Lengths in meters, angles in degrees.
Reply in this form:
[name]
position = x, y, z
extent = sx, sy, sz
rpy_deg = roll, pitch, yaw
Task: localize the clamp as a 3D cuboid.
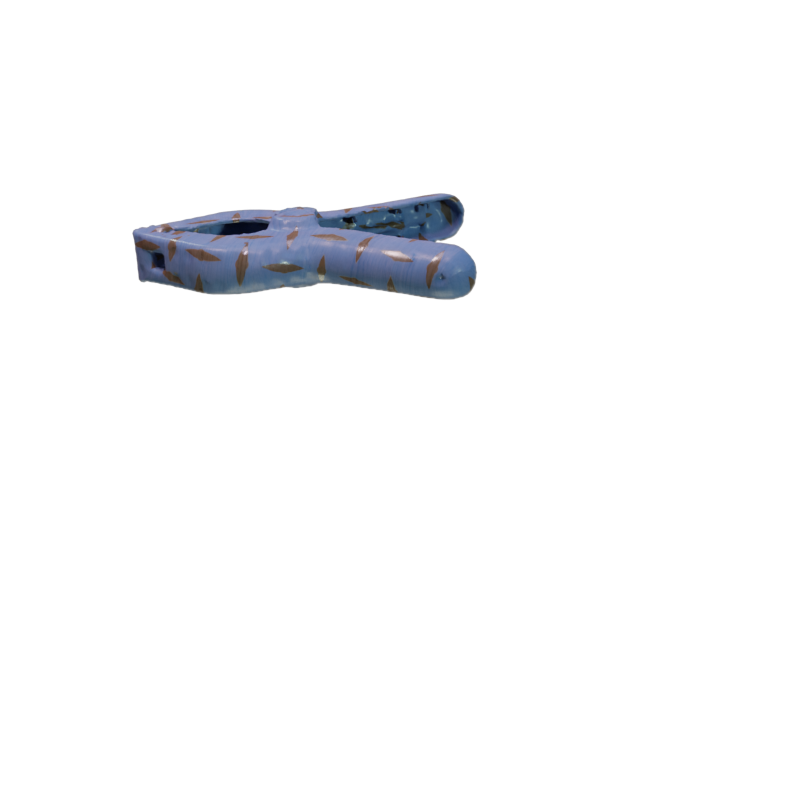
[clamp]
position = -0.043, -0.079, 0.555
extent = 0.174, 0.038, 0.122
rpy_deg = 4, 18, 11
